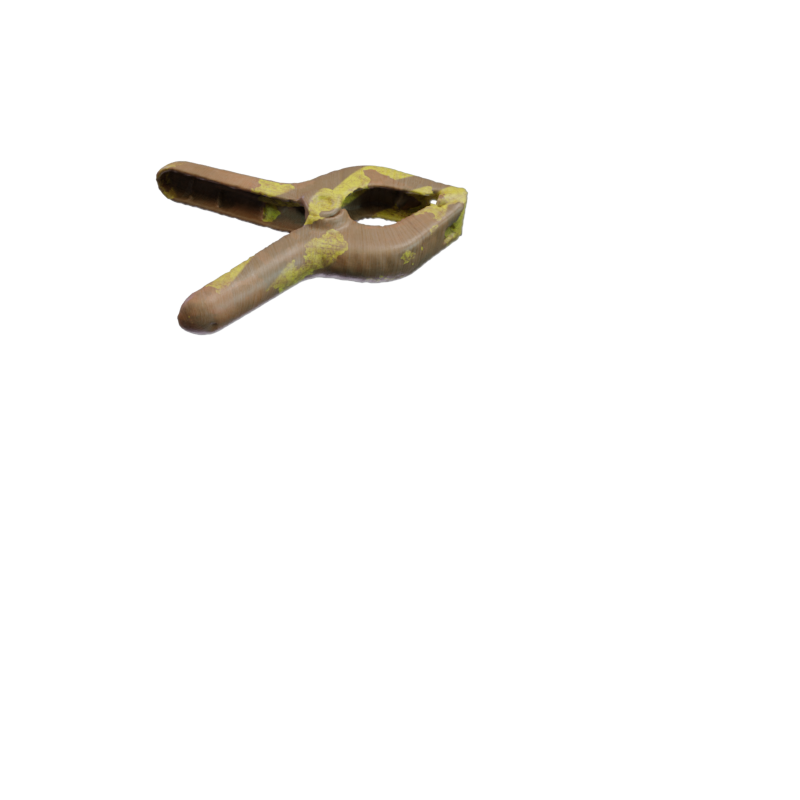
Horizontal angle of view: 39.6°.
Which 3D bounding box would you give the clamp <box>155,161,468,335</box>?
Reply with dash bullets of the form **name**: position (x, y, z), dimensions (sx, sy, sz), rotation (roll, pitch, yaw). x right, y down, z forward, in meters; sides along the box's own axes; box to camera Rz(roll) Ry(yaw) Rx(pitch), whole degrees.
- **clamp**: position (-0.046, -0.084, 0.590), dimensions (0.171, 0.129, 0.037), rotation (-3, -37, -2)
